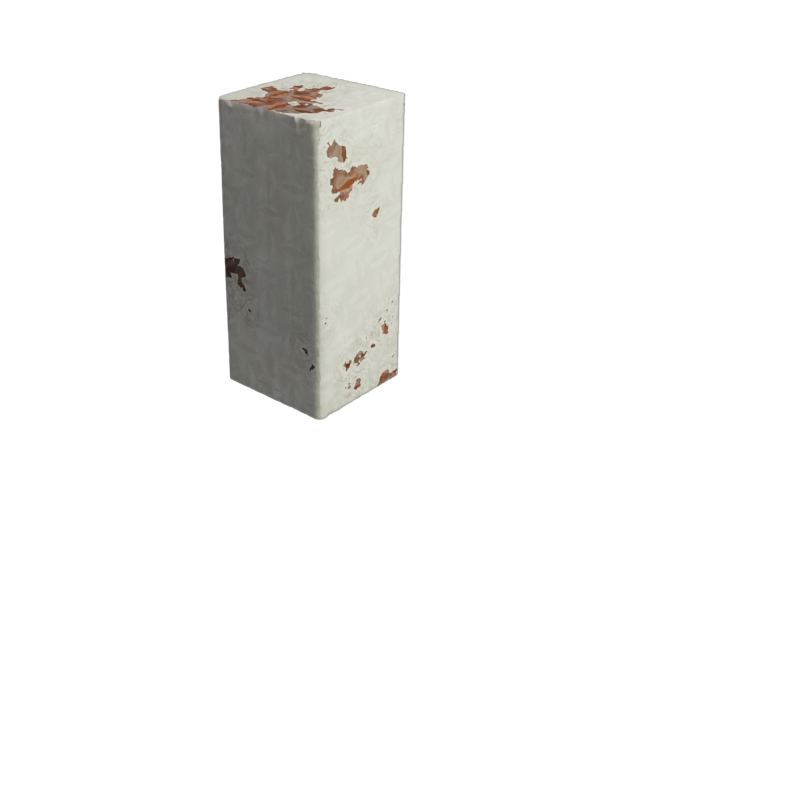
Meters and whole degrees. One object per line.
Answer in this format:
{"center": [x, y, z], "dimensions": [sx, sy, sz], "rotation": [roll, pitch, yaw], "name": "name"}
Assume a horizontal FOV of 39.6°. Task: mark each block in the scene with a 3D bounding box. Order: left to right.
{"center": [-0.059, -0.107, 0.751], "dimensions": [0.096, 0.196, 0.090], "rotation": [20, 31, 35], "name": "block"}
